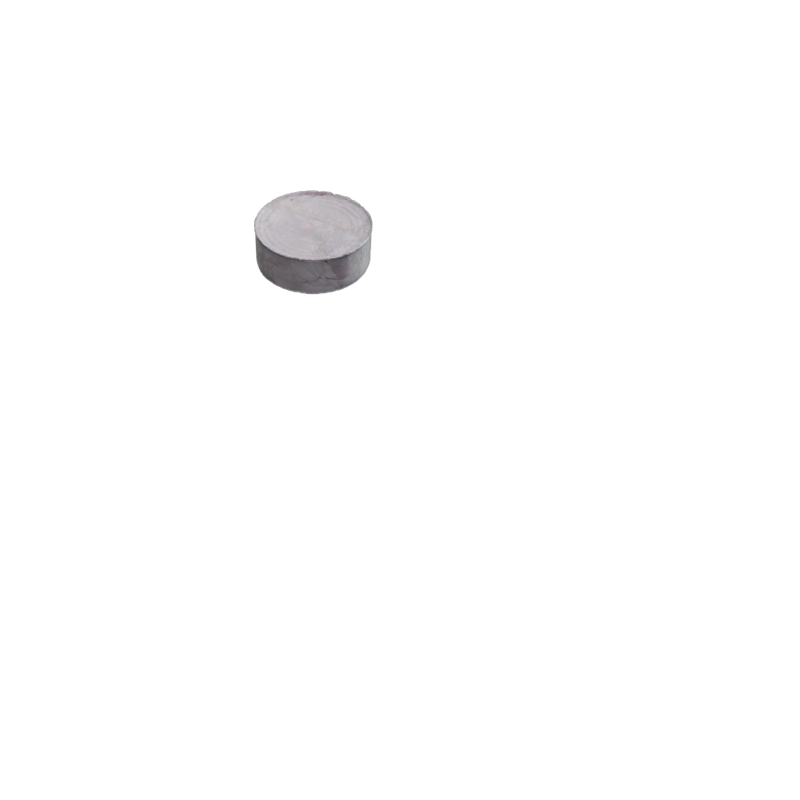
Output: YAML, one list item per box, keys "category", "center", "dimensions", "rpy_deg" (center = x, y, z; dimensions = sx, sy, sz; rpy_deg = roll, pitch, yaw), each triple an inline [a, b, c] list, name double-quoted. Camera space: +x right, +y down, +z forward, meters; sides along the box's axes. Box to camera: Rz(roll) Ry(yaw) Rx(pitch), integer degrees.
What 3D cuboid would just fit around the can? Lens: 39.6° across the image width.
- category: "can"
  center: [-0.063, -0.115, 0.808]
  dimensions: [0.086, 0.031, 0.092]
  rpy_deg: [-1, 41, -2]
